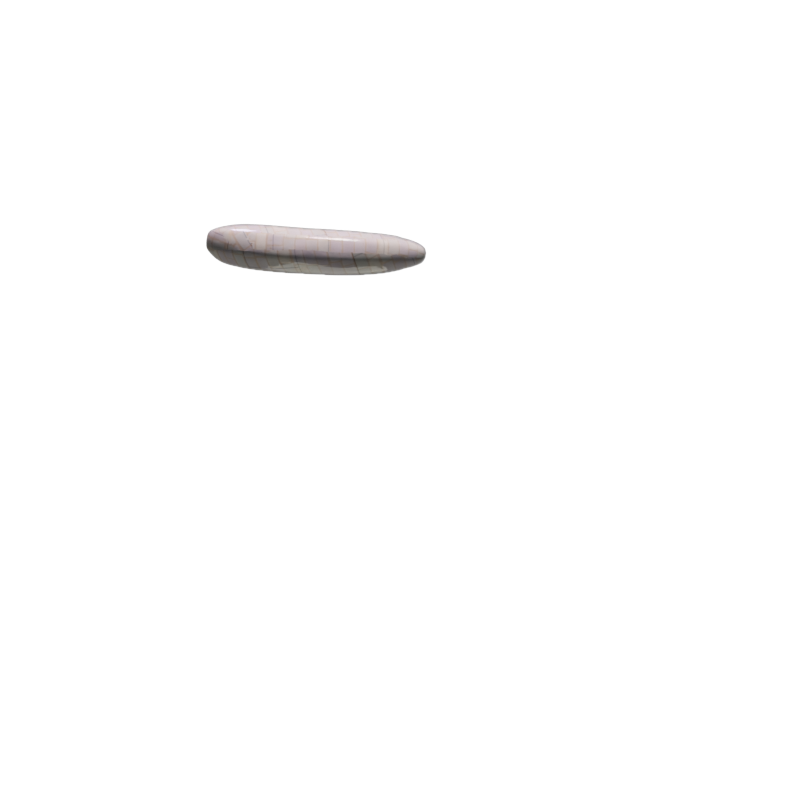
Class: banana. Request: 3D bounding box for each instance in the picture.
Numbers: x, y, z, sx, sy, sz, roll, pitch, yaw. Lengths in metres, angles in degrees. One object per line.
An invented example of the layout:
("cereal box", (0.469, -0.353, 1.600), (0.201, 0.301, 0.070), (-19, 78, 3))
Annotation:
("banana", (-0.081, -0.127, 0.914), (0.203, 0.035, 0.070), (7, 21, 18))
